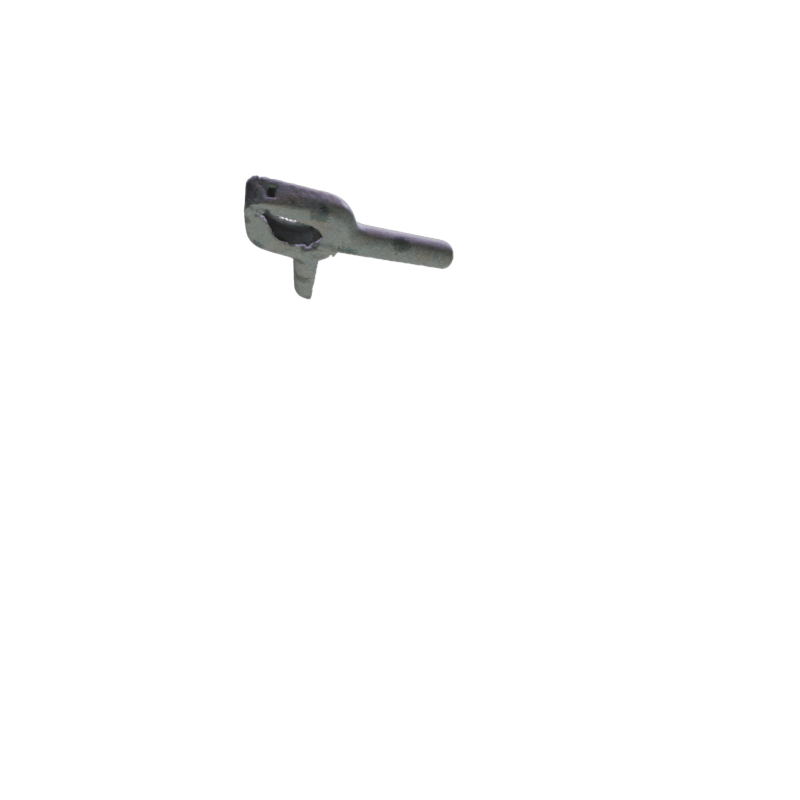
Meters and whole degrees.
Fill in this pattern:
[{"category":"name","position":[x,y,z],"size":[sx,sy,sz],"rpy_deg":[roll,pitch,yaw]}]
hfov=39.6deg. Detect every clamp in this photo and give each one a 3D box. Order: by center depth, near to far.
[{"category":"clamp","position":[-0.076,-0.138,0.969],"size":[0.167,0.038,0.197],"rpy_deg":[-14,-23,36]}]
